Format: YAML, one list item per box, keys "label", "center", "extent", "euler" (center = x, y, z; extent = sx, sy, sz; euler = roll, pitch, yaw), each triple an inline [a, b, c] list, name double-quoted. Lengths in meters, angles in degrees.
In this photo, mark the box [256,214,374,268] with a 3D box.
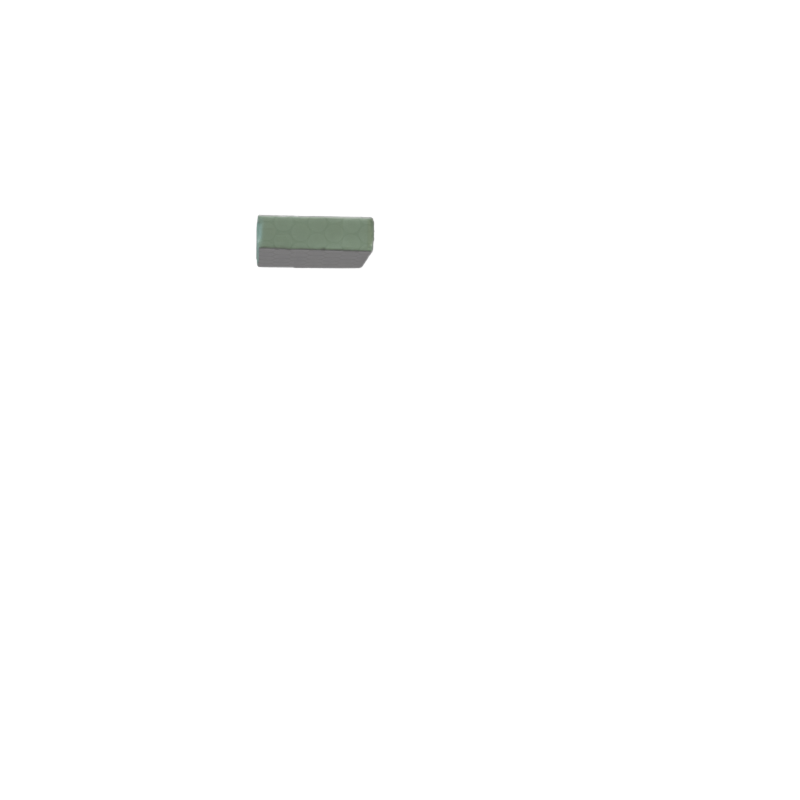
- label: "box"
  center: [-0.068, -0.123, 0.864]
  extent: [0.089, 0.031, 0.072]
  euler: [0, -5, -5]
